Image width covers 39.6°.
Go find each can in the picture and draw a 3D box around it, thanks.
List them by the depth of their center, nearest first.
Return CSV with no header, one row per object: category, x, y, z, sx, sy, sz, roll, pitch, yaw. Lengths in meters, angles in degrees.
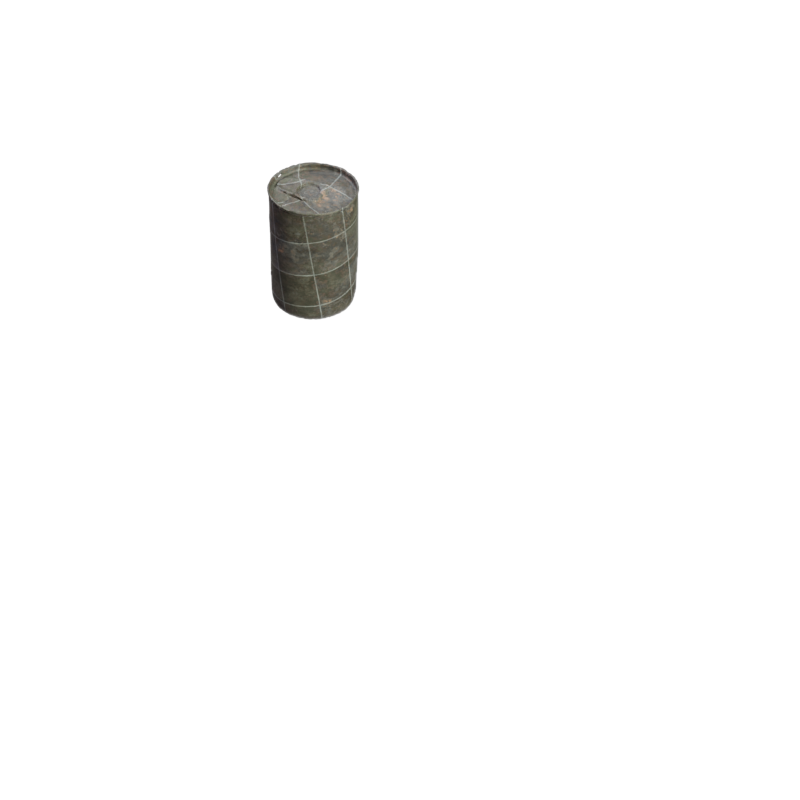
can,-0.066,-0.121,0.847,0.068,0.095,0.073,0,41,-3
